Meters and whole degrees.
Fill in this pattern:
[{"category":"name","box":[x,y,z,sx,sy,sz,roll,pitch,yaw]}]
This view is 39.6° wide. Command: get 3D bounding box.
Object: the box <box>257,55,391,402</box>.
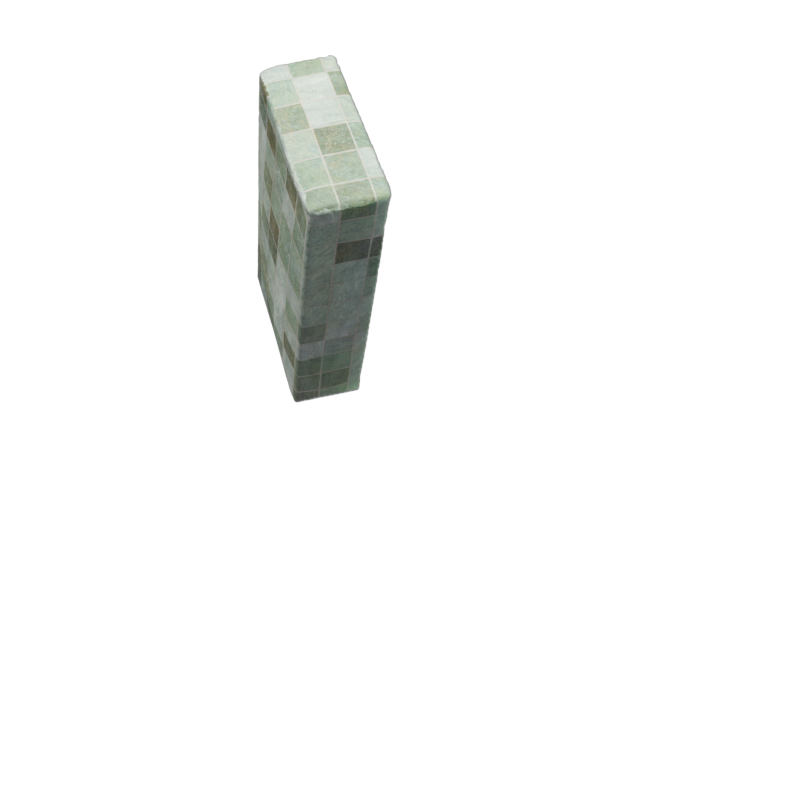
[{"category":"box","box":[-0.045,-0.082,0.574,0.048,0.100,0.165,-13,-30,-12]}]
